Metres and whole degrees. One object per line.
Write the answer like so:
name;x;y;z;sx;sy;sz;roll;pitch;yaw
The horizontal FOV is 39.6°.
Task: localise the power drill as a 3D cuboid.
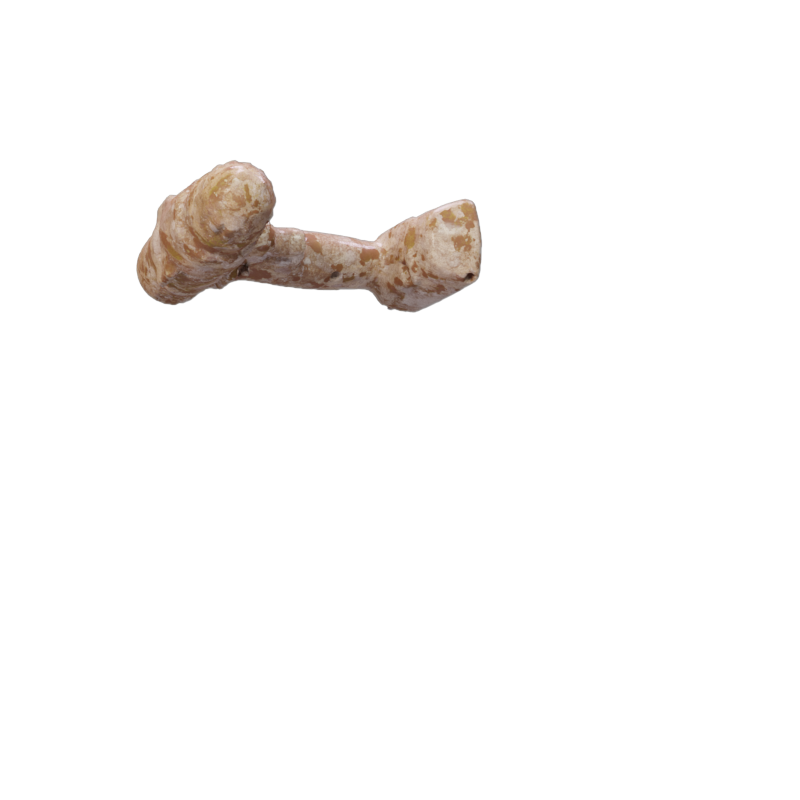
power drill;-0.051;-0.093;0.653;0.182;0.059;0.185;3;-7;-22
